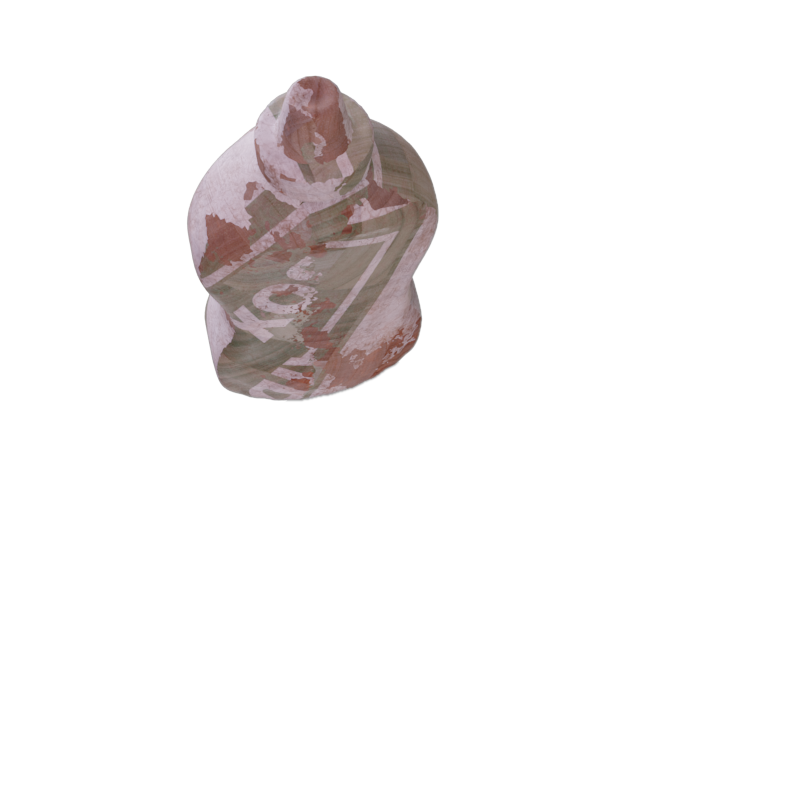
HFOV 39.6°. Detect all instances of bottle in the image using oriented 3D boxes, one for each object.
[{"bbox_3d":[-0.034,-0.062,0.439,0.095,0.062,0.181,-10,-23,-8],"label":"bottle"}]
